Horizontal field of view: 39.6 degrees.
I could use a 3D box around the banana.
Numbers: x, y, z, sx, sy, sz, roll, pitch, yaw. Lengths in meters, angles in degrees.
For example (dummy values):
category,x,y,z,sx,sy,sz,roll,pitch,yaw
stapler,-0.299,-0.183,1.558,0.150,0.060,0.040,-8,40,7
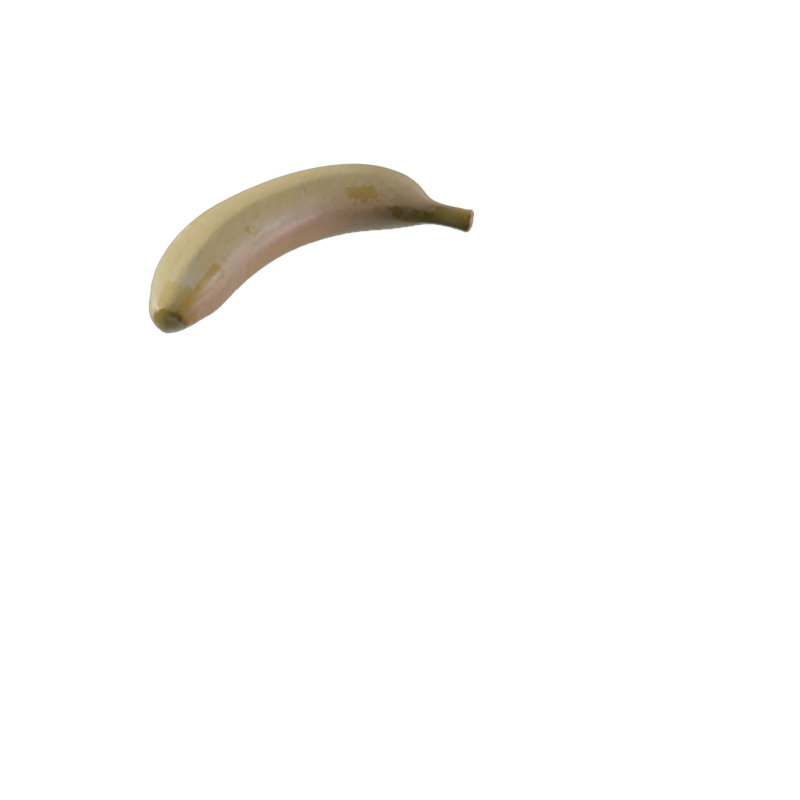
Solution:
category,x,y,z,sx,sy,sz,roll,pitch,yaw
banana,-0.051,-0.082,0.532,0.074,0.035,0.196,25,38,38
